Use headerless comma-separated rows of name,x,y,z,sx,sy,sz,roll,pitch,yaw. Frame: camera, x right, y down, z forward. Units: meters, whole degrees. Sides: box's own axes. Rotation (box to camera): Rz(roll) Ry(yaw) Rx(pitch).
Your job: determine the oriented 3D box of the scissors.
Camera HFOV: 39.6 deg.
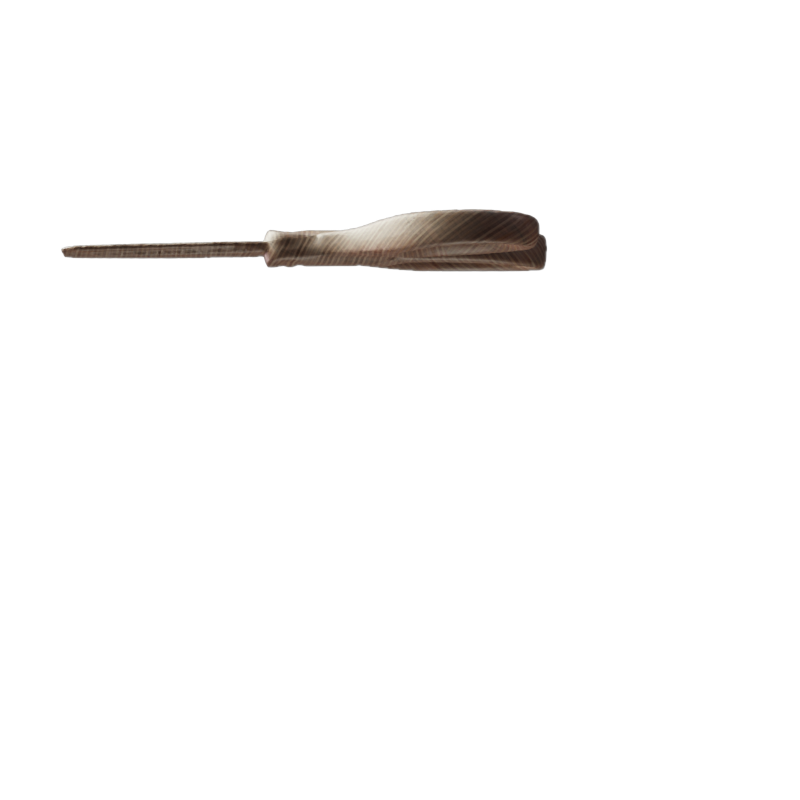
scissors,-0.034,-0.063,0.439,0.199,0.016,0.096,0,-2,-9
